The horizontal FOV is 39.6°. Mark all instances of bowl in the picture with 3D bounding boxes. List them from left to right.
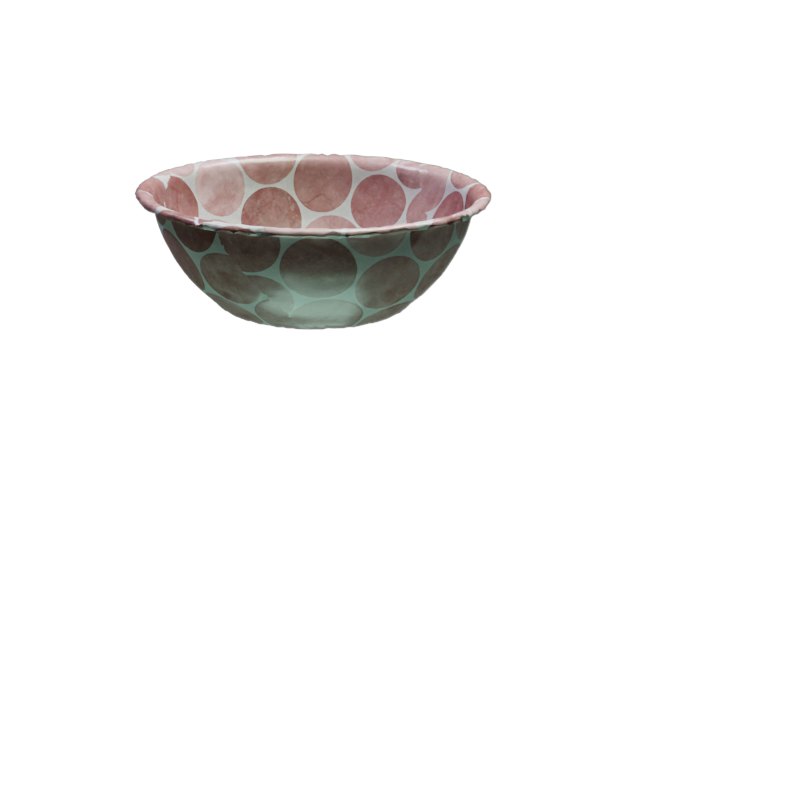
[{"bbox_3d":[-0.040,-0.074,0.515,0.162,0.053,0.170,-1,22,-2],"label":"bowl"}]
